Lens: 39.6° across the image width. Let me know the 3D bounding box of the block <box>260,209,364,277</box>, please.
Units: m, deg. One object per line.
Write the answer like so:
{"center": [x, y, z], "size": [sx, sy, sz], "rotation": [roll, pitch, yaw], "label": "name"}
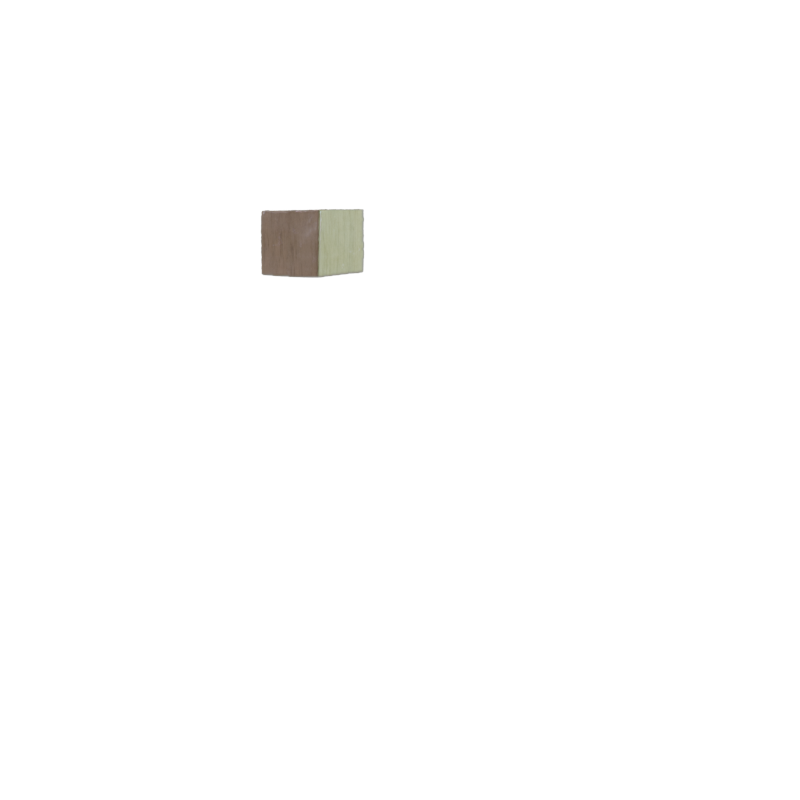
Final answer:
{"center": [-0.068, -0.124, 0.869], "size": [0.054, 0.051, 0.076], "rotation": [3, 8, 25], "label": "block"}
